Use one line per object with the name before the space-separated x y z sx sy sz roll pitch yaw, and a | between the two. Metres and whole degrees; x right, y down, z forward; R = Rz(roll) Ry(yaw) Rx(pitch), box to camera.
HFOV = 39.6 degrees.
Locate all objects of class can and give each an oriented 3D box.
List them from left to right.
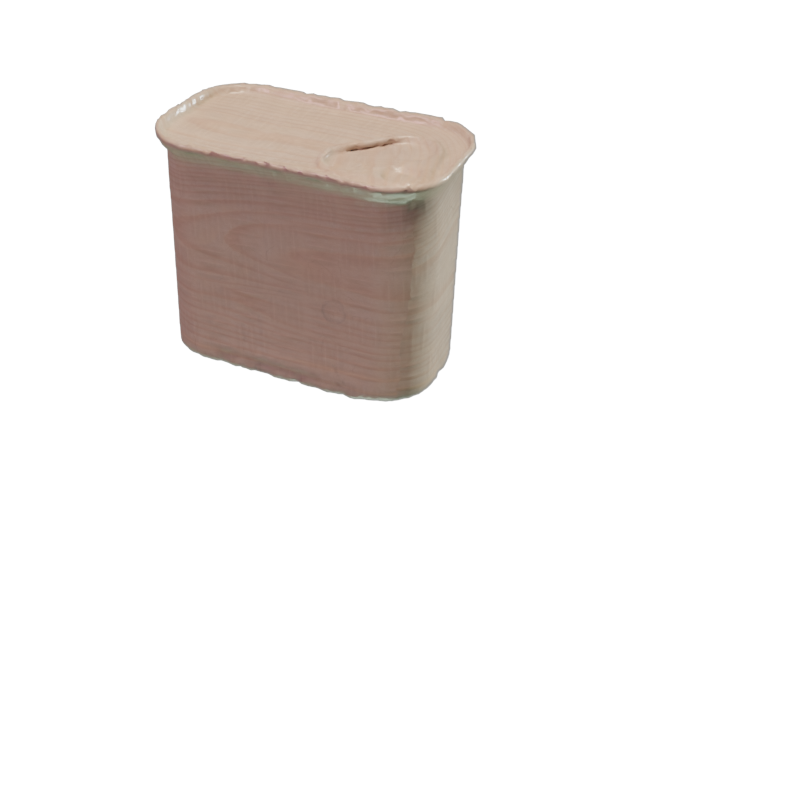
can | -0.029 -0.054 0.377 0.106 0.079 0.059 15 35 21
